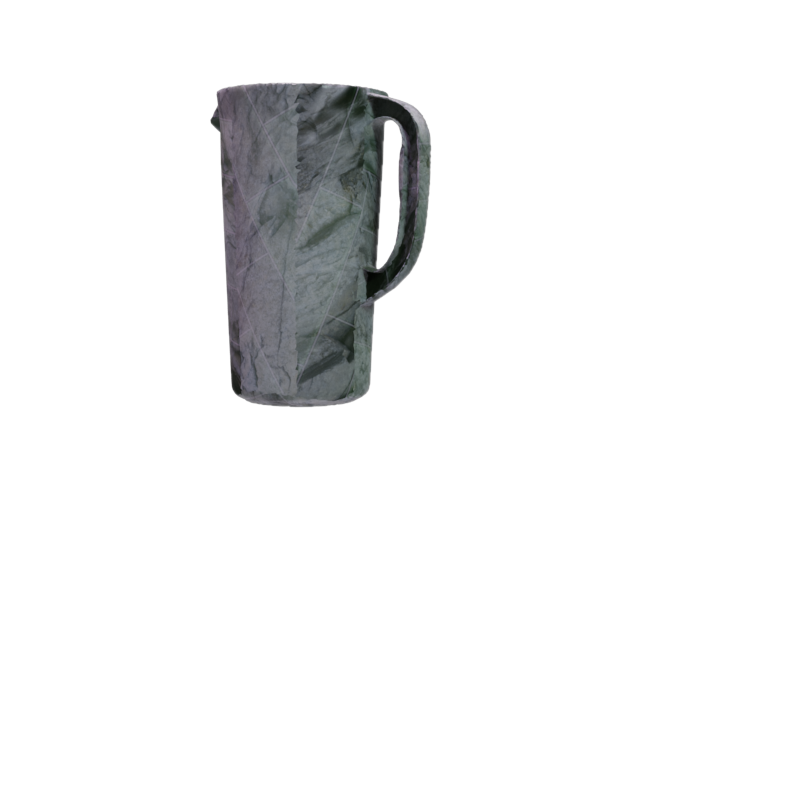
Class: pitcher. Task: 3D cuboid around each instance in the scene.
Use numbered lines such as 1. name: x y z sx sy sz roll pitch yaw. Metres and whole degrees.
1. pitcher: -0.067 -0.122 0.852 0.142 0.242 0.153 -1 3 -18
